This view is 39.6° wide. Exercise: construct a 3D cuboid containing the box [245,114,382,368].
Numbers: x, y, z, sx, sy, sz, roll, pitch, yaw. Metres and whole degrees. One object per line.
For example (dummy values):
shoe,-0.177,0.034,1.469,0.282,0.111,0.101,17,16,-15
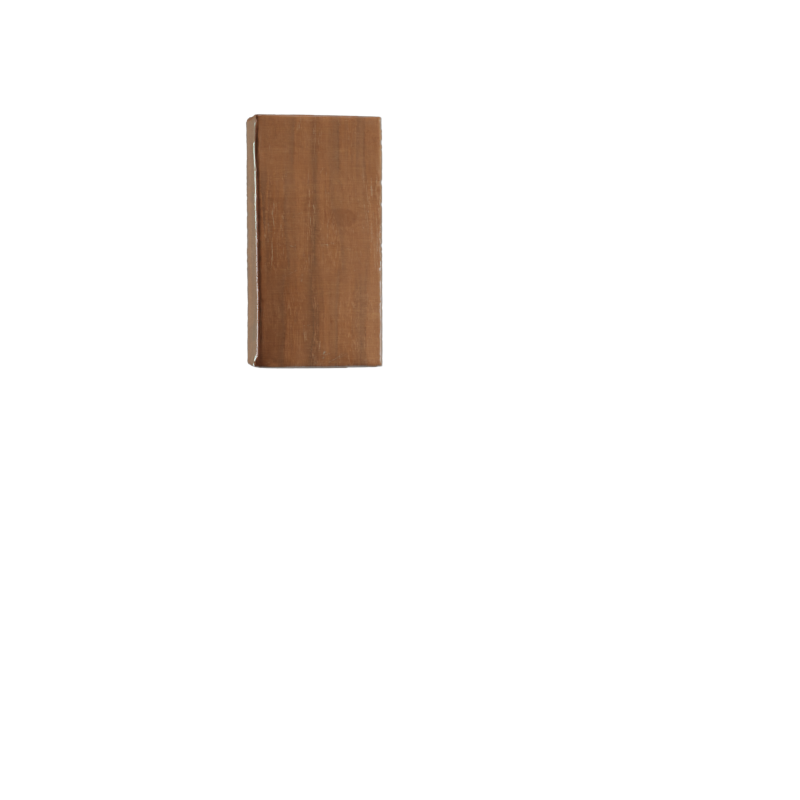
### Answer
box,-0.061,-0.112,0.782,0.092,0.177,0.049,0,-1,-15
